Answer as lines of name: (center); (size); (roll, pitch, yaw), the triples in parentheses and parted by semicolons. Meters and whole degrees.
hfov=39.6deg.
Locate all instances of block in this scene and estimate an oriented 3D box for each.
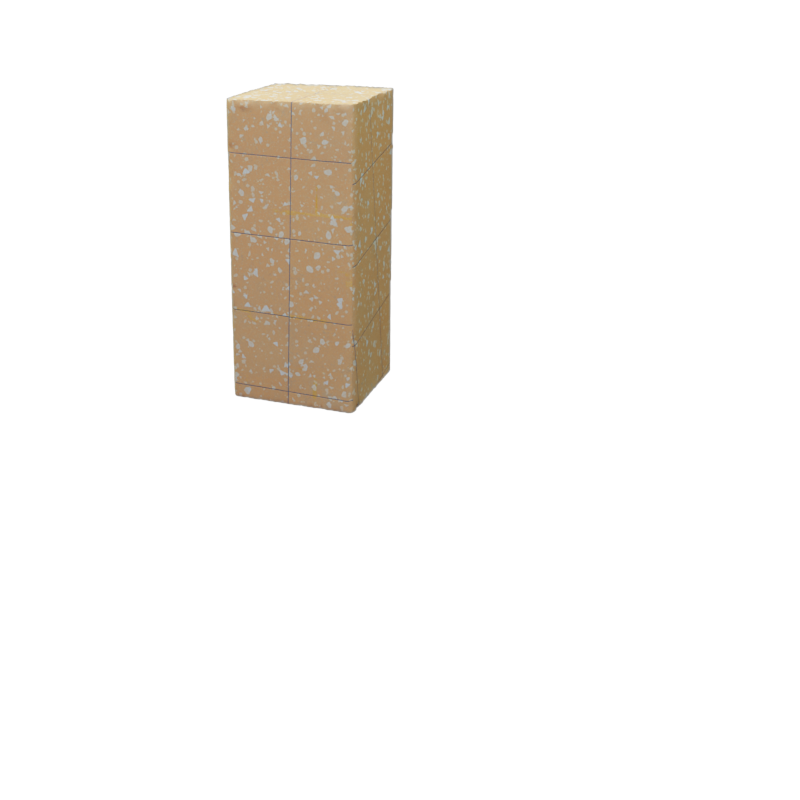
block: (-0.060, -0.109, 0.762); (0.093, 0.199, 0.091); (7, 18, 17)
